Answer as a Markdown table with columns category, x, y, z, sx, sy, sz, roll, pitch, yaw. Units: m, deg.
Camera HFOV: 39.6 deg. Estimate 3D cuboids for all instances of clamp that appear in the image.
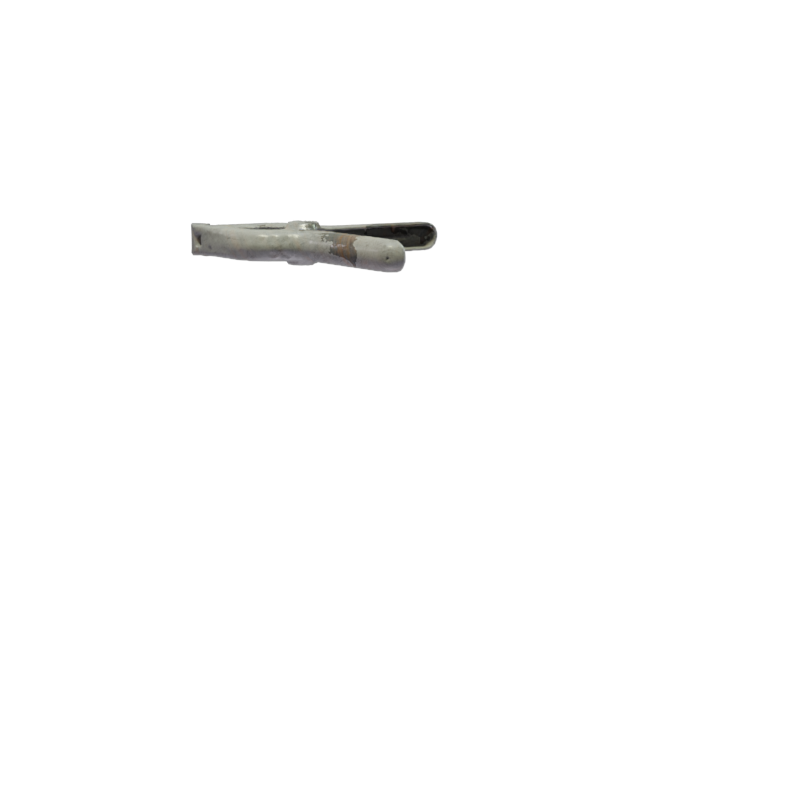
| category | x | y | z | sx | sy | sz | roll | pitch | yaw |
| --- | --- | --- | --- | --- | --- | --- | --- | --- | --- |
| clamp | -0.074 | -0.135 | 0.942 | 0.216 | 0.036 | 0.164 | 5 | 14 | 20 |
